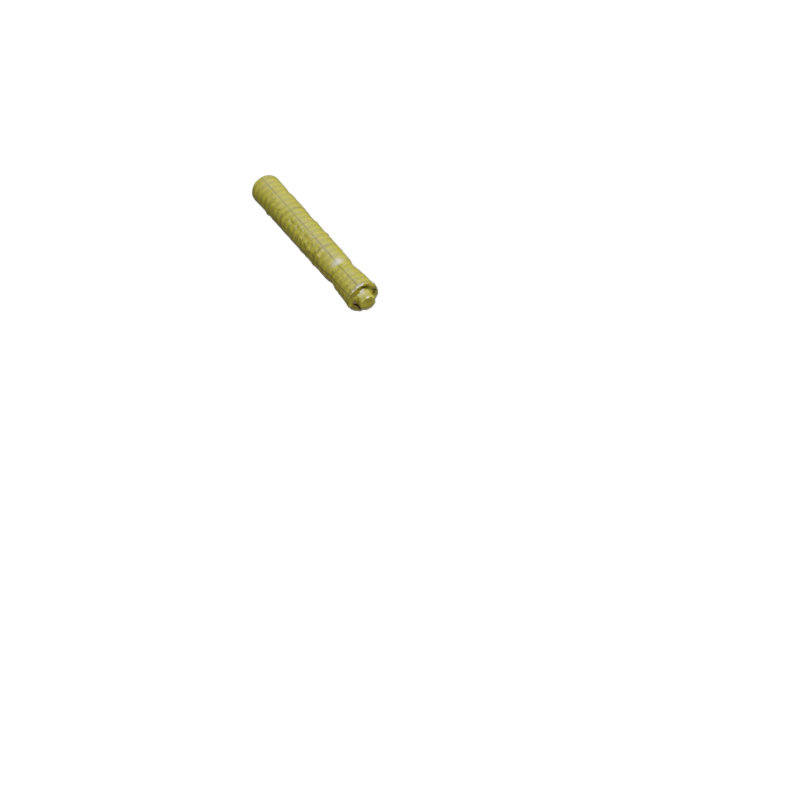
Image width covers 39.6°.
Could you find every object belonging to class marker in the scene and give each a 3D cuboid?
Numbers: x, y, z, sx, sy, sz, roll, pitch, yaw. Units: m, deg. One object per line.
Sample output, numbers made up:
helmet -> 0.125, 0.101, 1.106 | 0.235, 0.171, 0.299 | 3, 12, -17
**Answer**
marker -> -0.049, -0.089, 0.626 | 0.019, 0.019, 0.131 | -2, 38, -36
